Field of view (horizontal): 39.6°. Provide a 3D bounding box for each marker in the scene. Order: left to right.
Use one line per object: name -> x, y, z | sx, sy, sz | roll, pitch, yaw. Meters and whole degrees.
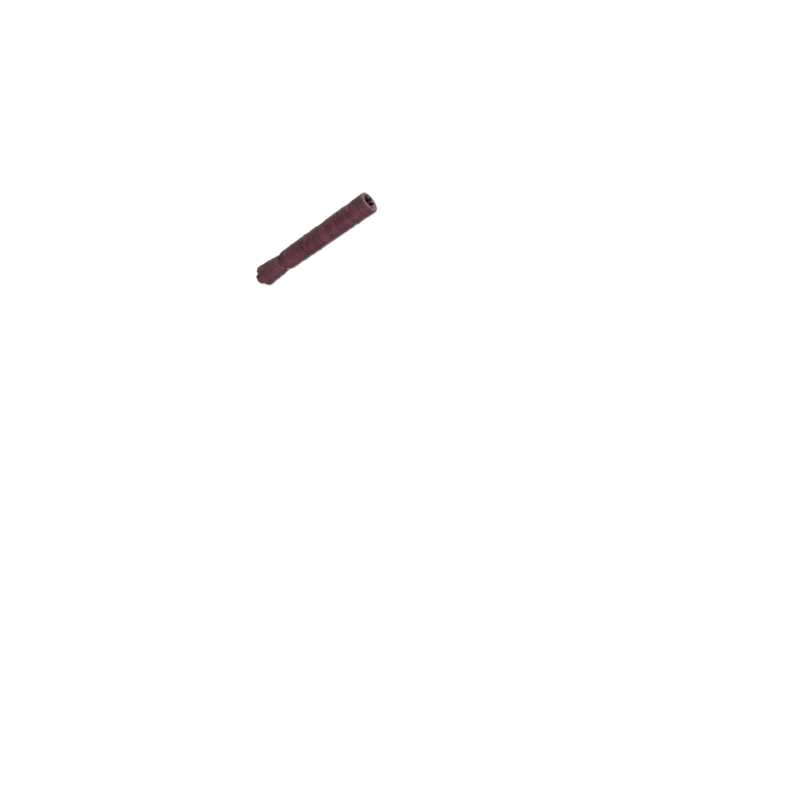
marker -> -0.070, -0.128, 0.900 | 0.120, 0.020, 0.019 | -31, -11, 25
